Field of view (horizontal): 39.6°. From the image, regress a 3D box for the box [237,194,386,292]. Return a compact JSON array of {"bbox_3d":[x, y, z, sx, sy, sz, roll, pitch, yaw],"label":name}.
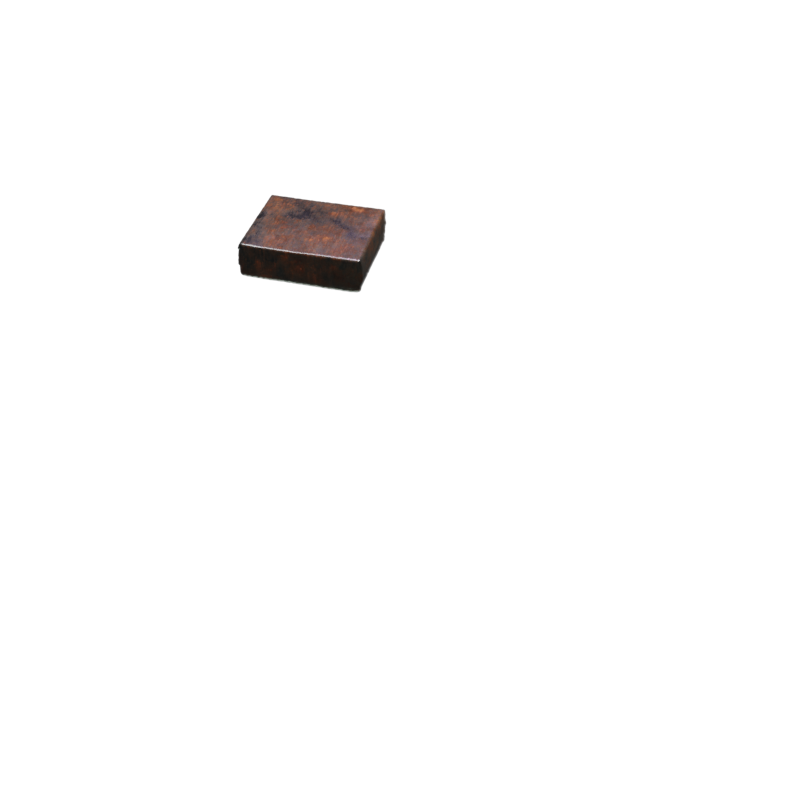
[{"bbox_3d":[-0.078,-0.141,0.990,0.116,0.036,0.094,10,40,12],"label":"box"}]
